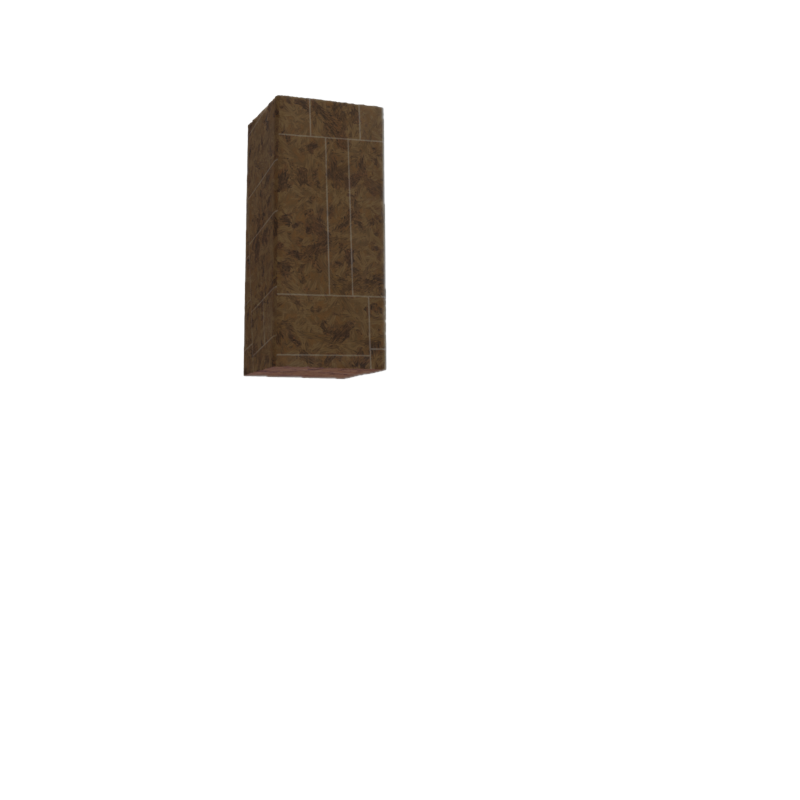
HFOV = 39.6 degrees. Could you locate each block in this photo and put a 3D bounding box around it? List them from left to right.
[{"bbox_3d":[-0.068,-0.124,0.872,0.088,0.212,0.090,3,-11,-21],"label":"block"}]
